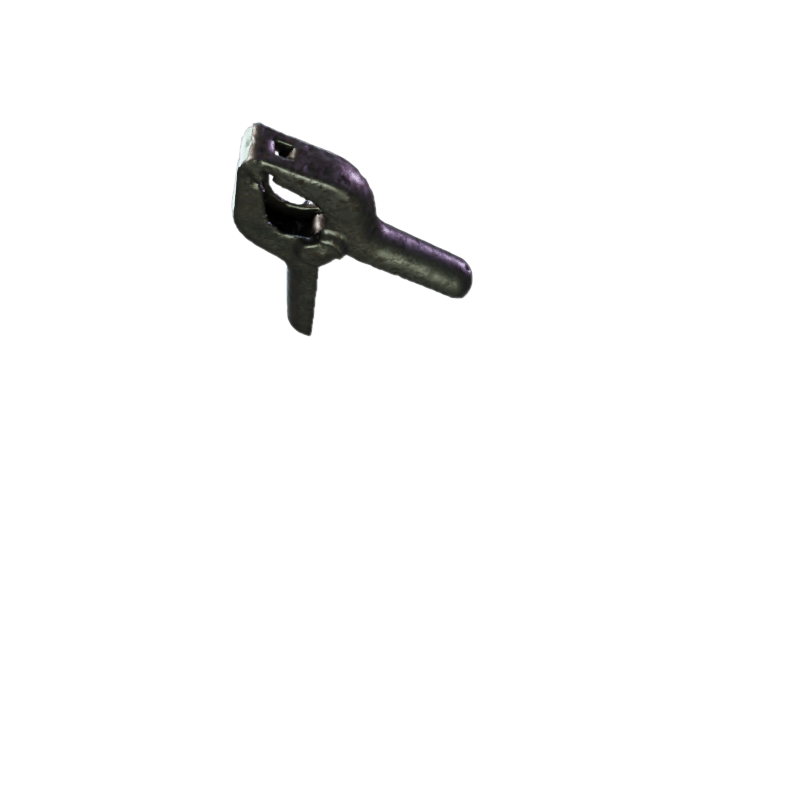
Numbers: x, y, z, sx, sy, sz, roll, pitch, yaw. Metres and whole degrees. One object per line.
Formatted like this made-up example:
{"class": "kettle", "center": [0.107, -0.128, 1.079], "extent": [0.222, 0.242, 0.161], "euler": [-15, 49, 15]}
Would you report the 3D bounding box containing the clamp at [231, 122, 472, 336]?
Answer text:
{"class": "clamp", "center": [-0.050, -0.091, 0.636], "extent": [0.120, 0.042, 0.159], "euler": [-25, -45, 27]}
